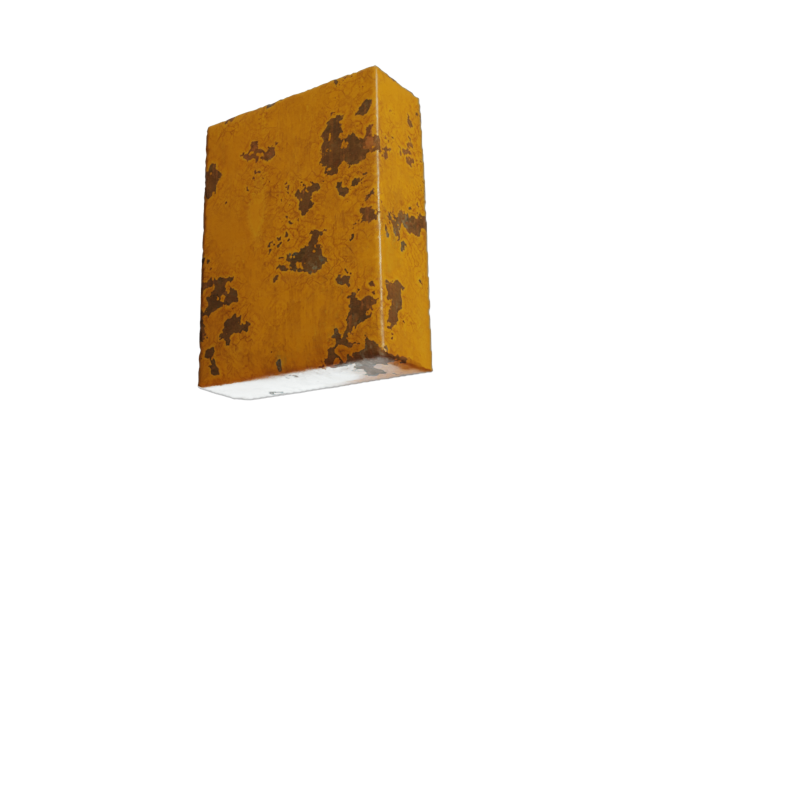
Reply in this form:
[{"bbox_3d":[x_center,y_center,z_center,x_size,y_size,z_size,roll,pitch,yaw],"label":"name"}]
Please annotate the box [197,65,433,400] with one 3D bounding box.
[{"bbox_3d":[-0.064,-0.116,0.815,0.167,0.224,0.067,-13,-23,32],"label":"box"}]
